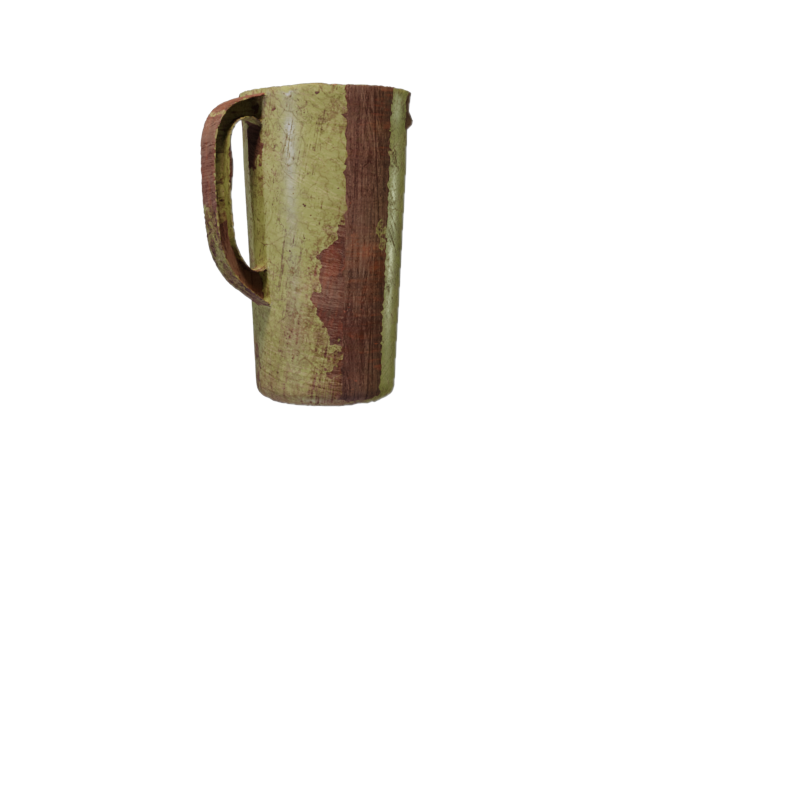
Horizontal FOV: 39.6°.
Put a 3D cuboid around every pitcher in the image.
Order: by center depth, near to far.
[{"bbox_3d":[-0.067,-0.122,0.855,0.151,0.242,0.144,0,3,6],"label":"pitcher"}]
